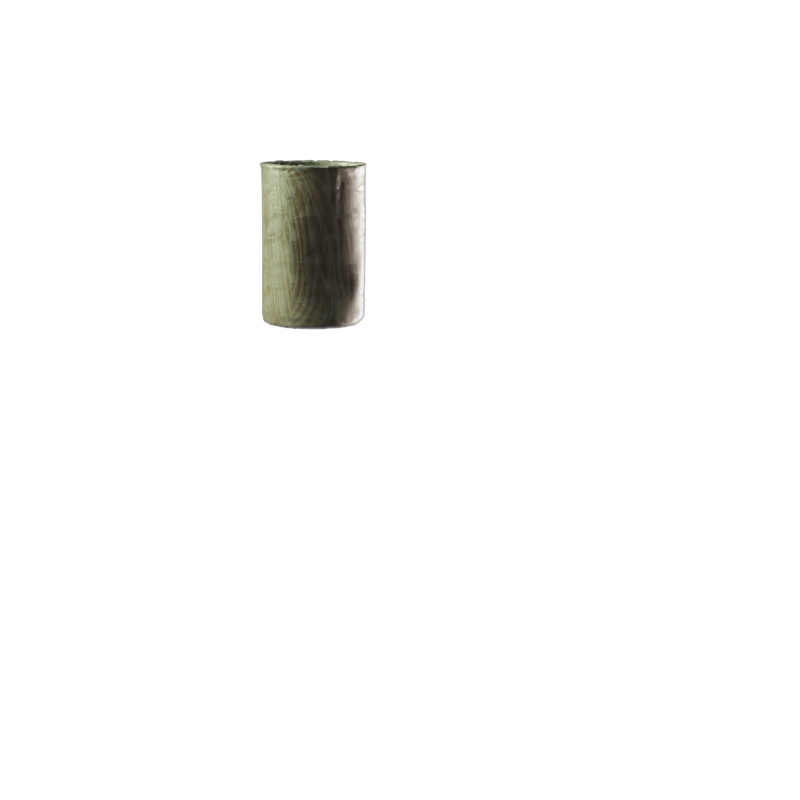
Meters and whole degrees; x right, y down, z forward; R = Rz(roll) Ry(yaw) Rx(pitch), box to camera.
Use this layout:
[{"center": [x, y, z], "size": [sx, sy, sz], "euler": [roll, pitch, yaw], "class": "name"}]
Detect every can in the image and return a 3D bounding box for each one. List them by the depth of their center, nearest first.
[{"center": [-0.056, -0.102, 0.712], "size": [0.068, 0.100, 0.070], "euler": [0, 10, -2], "class": "can"}]
